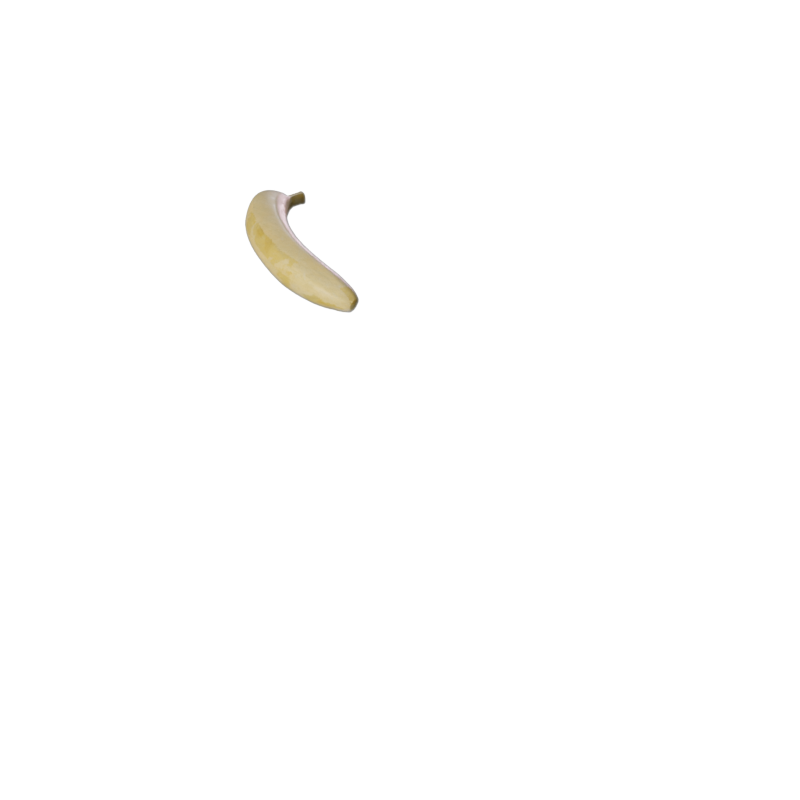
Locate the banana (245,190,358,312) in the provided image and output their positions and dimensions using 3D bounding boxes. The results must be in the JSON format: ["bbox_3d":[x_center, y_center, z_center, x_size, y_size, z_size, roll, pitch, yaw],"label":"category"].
[{"bbox_3d":[-0.093,-0.136,0.951,0.069,0.034,0.214,-9,38,-13],"label":"banana"}]
